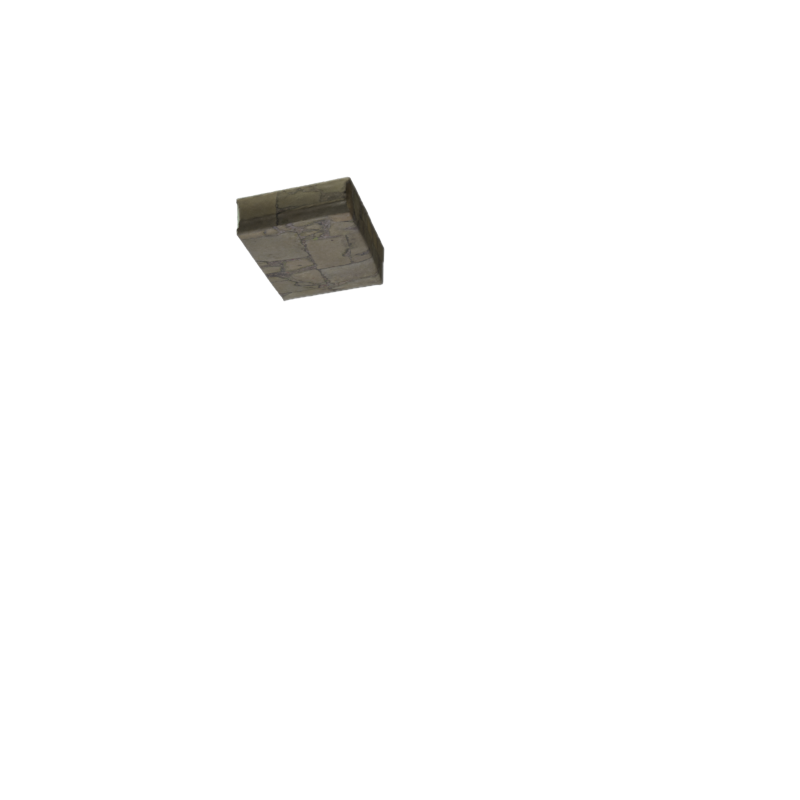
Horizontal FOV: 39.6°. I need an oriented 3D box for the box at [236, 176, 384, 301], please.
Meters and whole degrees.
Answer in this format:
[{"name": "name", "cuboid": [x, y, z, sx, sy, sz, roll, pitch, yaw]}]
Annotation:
[{"name": "box", "cuboid": [-0.067, -0.123, 0.861, 0.091, 0.041, 0.105, -7, -29, 13]}]
